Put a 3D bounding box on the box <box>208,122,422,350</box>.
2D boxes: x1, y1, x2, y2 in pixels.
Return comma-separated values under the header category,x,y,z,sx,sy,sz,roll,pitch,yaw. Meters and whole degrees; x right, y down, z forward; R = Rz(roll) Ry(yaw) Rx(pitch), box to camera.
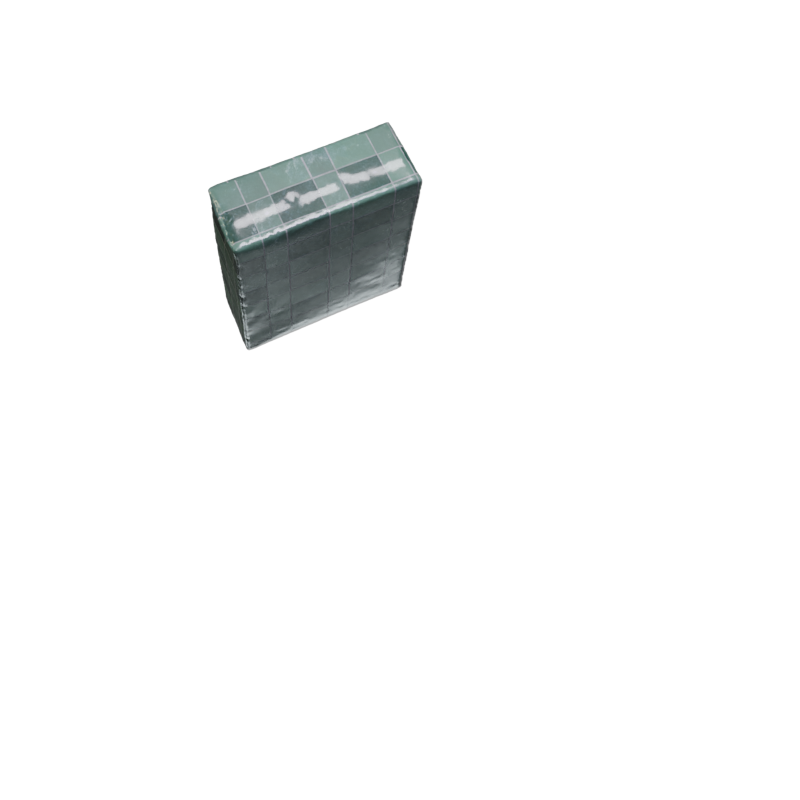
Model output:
category,x,y,z,sx,sy,sz,roll,pitch,yaw
box,-0.076,-0.139,0.972,0.163,0.076,0.203,-23,-17,-11
